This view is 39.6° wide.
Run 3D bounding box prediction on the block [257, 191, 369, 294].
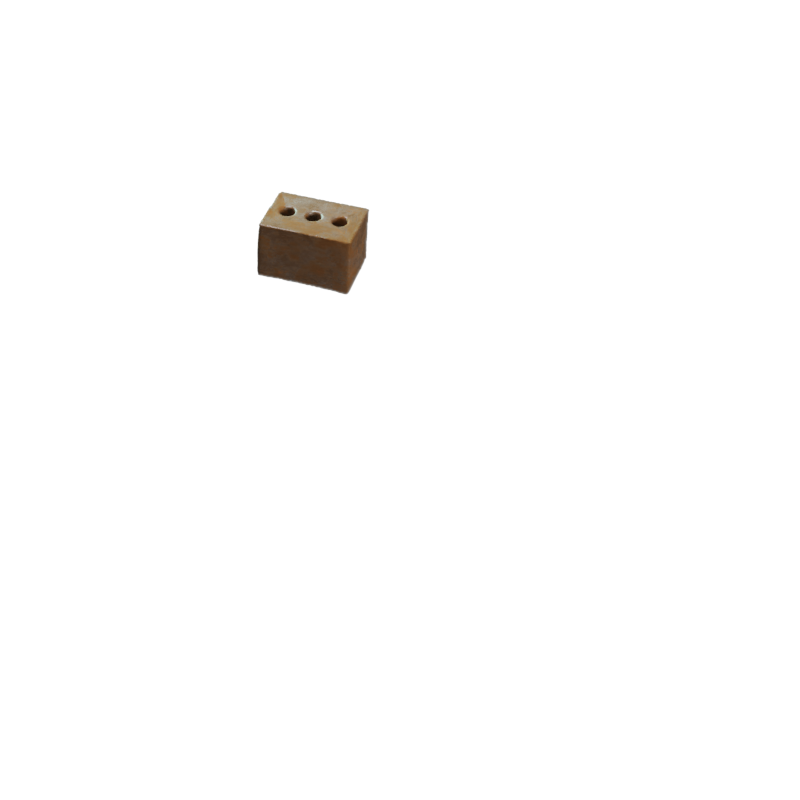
[{"bbox_3d":[-0.069,-0.126,0.885,0.080,0.048,0.055,12,41,13],"label":"block"}]
